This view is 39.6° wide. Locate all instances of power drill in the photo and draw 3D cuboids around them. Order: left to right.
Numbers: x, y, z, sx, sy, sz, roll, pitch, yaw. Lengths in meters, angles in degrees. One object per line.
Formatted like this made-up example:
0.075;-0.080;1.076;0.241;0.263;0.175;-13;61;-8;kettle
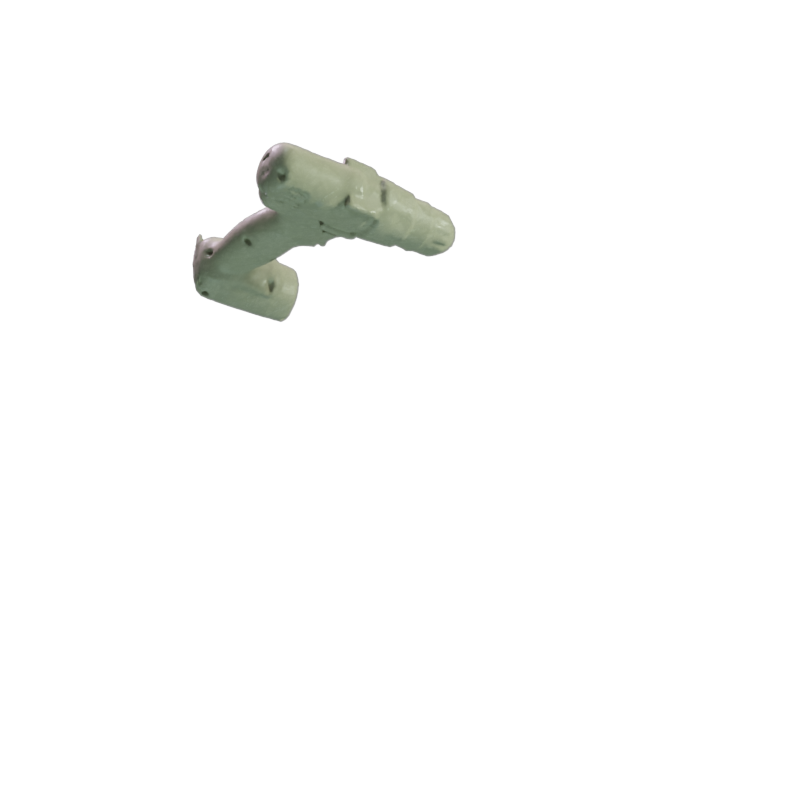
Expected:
-0.073;-0.133;0.930;0.175;0.061;0.186;21;-36;-32;power drill
